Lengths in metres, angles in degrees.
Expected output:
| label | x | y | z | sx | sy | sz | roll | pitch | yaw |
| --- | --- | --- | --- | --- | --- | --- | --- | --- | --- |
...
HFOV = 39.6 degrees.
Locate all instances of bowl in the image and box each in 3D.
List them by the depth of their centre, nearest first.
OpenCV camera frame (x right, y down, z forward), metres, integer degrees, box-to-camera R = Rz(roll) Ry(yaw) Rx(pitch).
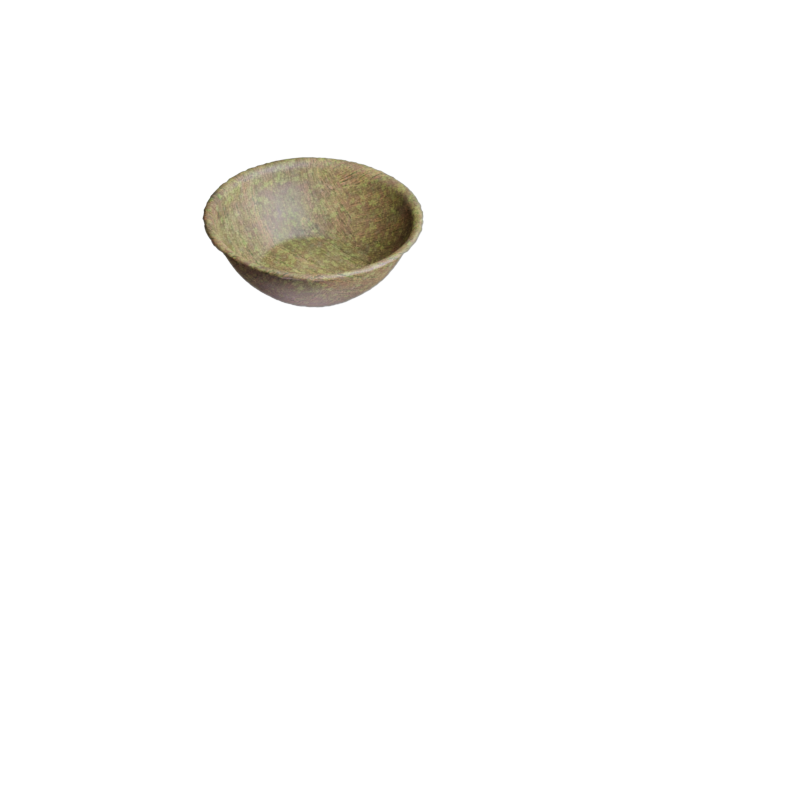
| label | x | y | z | sx | sy | sz | roll | pitch | yaw |
| --- | --- | --- | --- | --- | --- | --- | --- | --- | --- |
| bowl | -0.065 | -0.118 | 0.828 | 0.162 | 0.051 | 0.174 | -1 | 40 | -2 |
